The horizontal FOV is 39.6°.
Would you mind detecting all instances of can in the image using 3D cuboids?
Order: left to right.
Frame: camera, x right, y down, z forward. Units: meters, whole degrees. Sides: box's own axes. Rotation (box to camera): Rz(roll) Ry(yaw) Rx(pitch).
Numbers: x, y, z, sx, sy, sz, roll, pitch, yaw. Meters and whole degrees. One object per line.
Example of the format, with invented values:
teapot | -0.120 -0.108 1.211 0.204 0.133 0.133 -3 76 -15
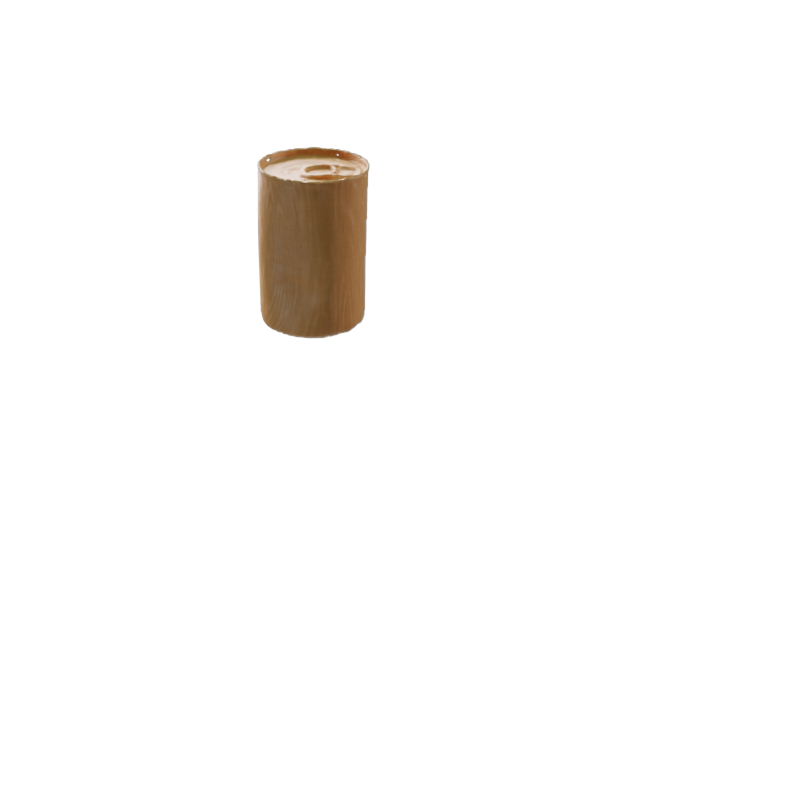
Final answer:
can | -0.054 -0.098 0.686 0.068 0.097 0.072 0 25 -2
